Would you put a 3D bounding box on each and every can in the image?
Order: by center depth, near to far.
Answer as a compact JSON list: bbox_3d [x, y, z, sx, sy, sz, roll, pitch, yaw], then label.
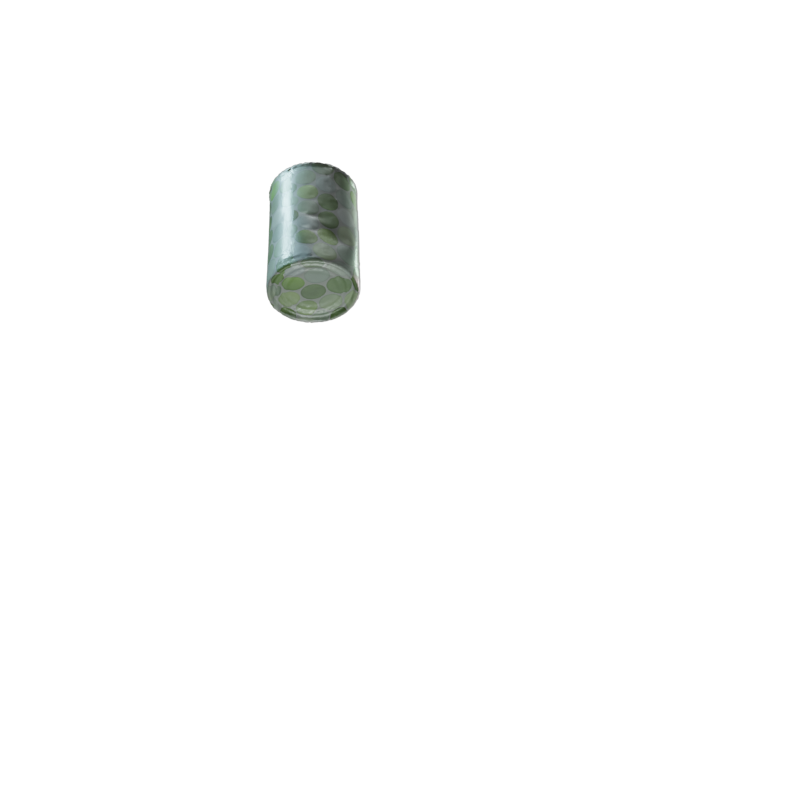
[{"bbox_3d":[-0.064,-0.116,0.813,0.068,0.110,0.064,-1,-41,-3],"label":"can"}]
